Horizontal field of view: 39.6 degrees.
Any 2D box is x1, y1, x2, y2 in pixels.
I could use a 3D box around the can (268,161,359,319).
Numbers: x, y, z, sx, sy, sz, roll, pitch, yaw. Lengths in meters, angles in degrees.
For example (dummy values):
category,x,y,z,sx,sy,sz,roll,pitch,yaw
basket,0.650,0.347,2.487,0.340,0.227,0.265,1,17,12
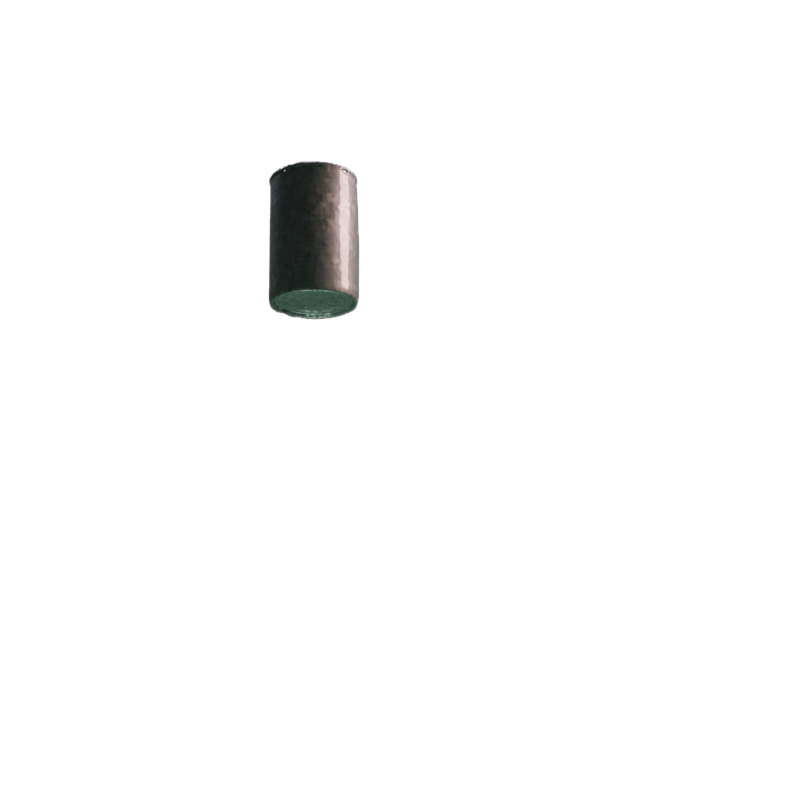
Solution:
category,x,y,z,sx,sy,sz,roll,pitch,yaw
can,-0.065,-0.119,0.833,0.068,0.107,0.065,0,-20,-2
